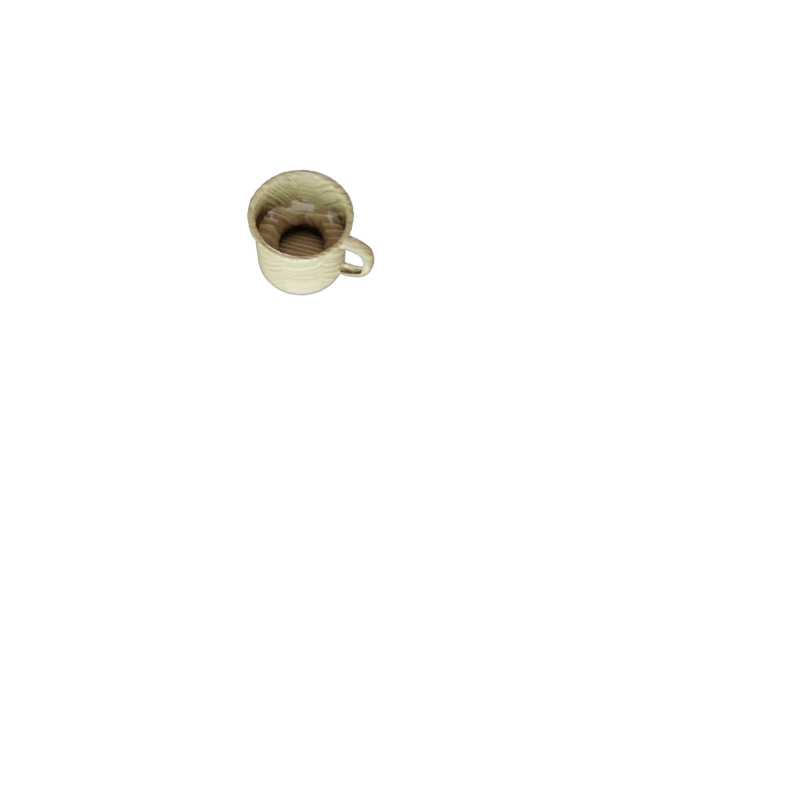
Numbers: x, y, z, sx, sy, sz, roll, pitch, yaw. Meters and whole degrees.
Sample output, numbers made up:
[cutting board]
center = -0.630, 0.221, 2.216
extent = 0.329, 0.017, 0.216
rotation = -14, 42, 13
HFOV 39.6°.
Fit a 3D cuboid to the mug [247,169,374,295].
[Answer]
[mug]
center = -0.078, -0.142, 0.994
extent = 0.120, 0.097, 0.077
rotation = 20, -25, 9
